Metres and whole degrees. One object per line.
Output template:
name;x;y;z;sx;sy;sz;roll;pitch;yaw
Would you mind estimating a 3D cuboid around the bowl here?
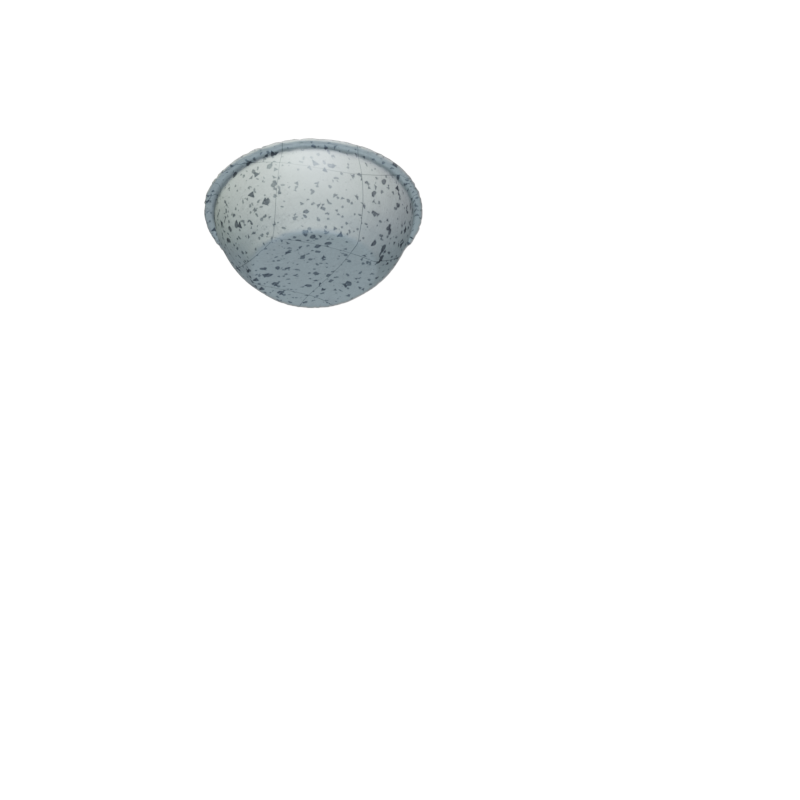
bowl;-0.063;-0.115;0.803;0.162;0.059;0.151;1;-34;-2
